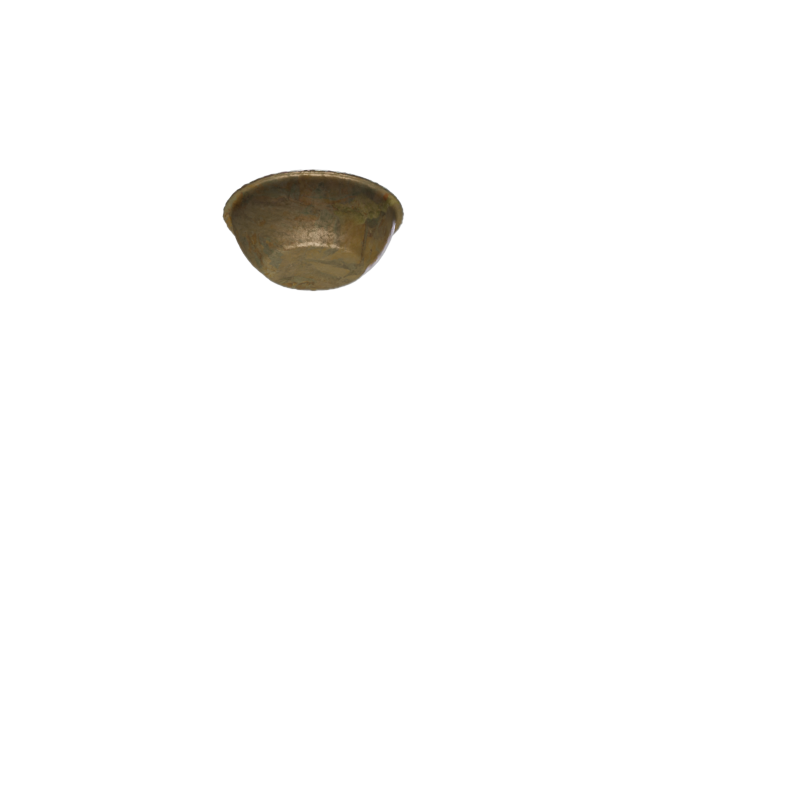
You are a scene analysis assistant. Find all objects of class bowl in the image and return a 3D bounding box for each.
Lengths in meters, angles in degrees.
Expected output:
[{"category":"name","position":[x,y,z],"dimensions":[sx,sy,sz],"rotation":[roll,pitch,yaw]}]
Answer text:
[{"category":"bowl","position":[-0.077,-0.140,0.979],"dimensions":[0.162,0.058,0.154],"rotation":[1,-22,-2]}]
